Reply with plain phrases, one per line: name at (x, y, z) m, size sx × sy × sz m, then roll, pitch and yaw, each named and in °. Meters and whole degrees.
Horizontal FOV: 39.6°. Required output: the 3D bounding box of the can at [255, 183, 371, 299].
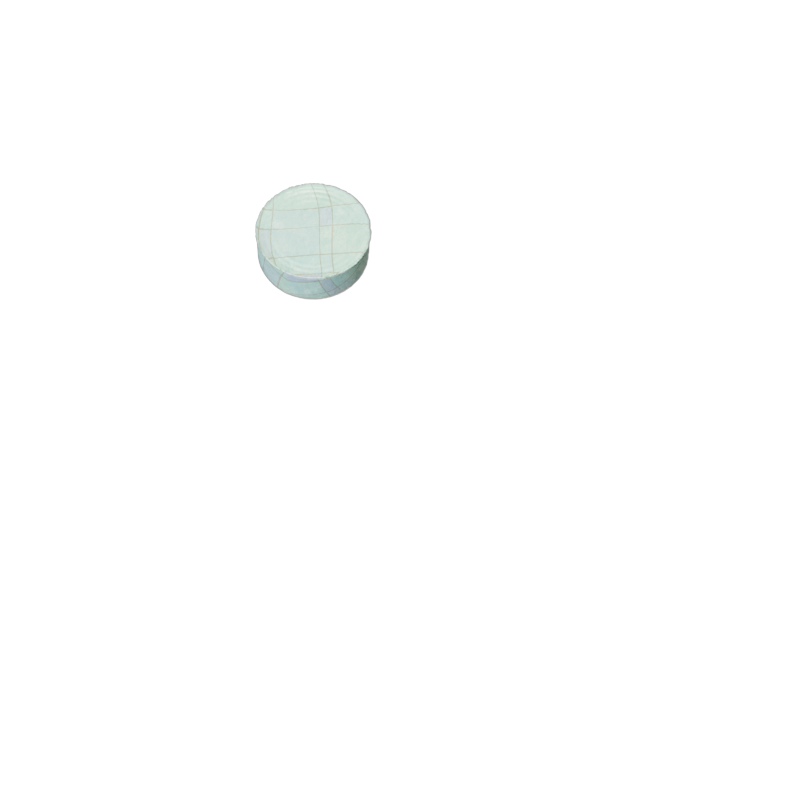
can at (-0.065, -0.118, 0.829) m, size 0.086 × 0.092 × 0.031 m, roll -1°, pitch -32°, yaw -1°
